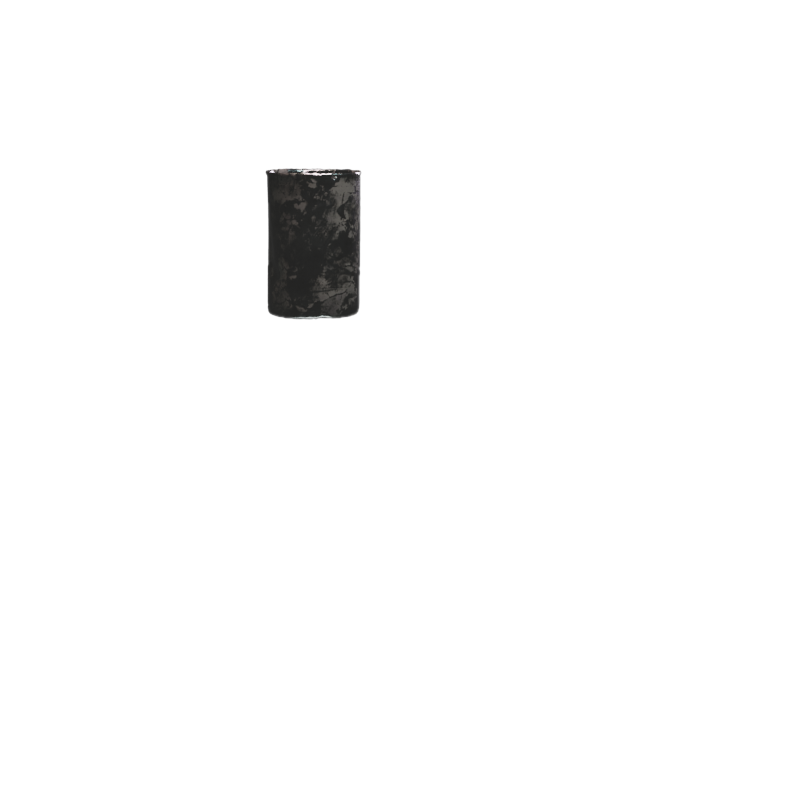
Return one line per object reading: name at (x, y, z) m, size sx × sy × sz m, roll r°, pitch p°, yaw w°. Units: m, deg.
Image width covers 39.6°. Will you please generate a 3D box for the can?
can at (-0.062, -0.113, 0.792) m, size 0.068 × 0.100 × 0.070 m, roll 0°, pitch 9°, yaw -2°
